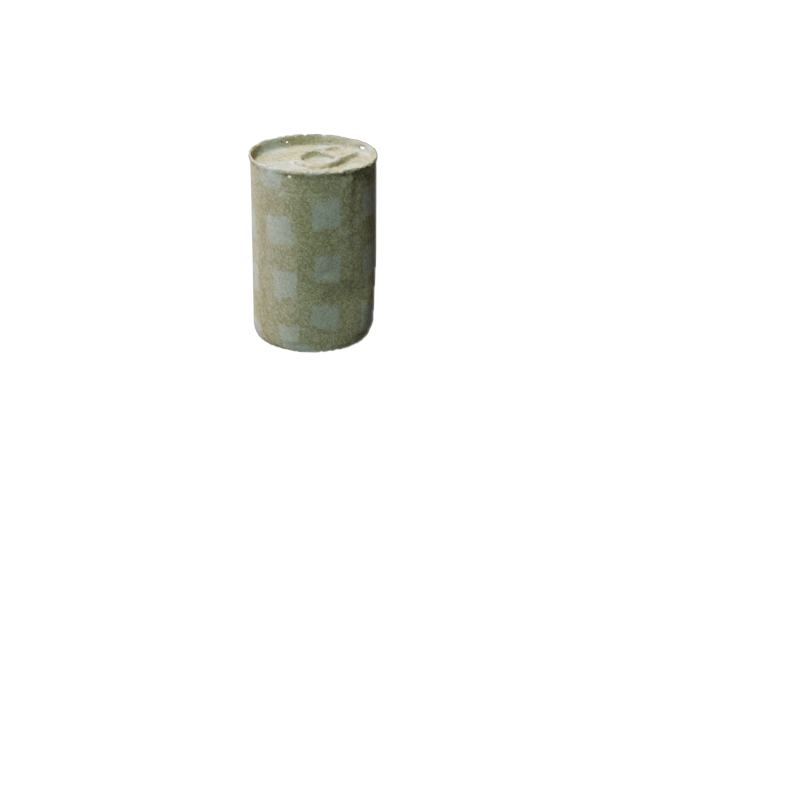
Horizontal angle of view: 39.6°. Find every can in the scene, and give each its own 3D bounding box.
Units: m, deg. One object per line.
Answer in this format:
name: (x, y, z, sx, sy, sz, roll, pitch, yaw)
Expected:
can: (-0.047, -0.086, 0.600, 0.068, 0.097, 0.072, 0, 25, -2)
